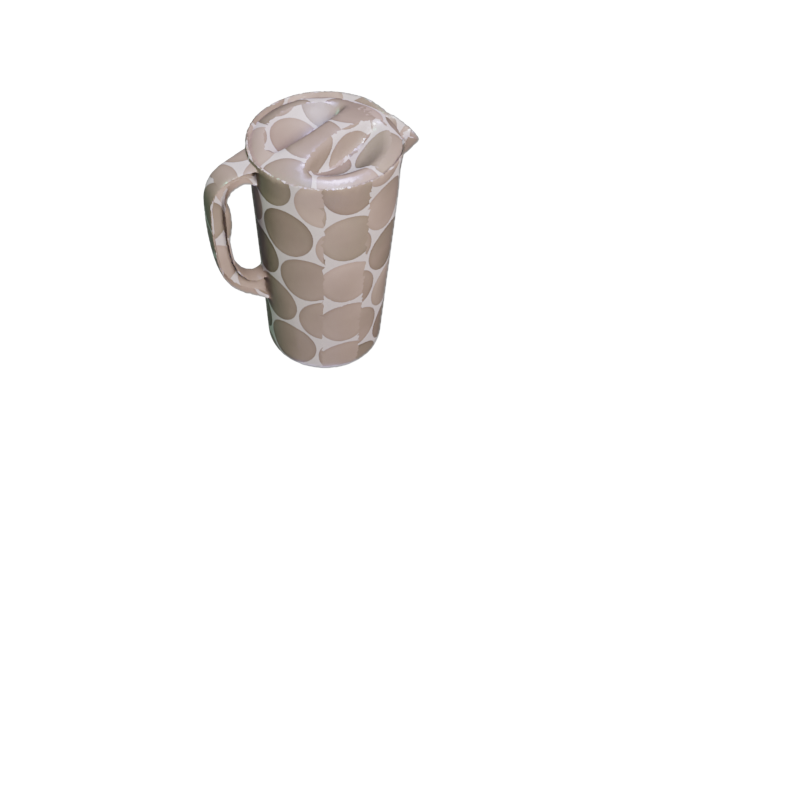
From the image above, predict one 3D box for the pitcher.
[{"bbox_3d":[-0.077,-0.141,0.989,0.154,0.226,0.151,17,48,13],"label":"pitcher"}]
